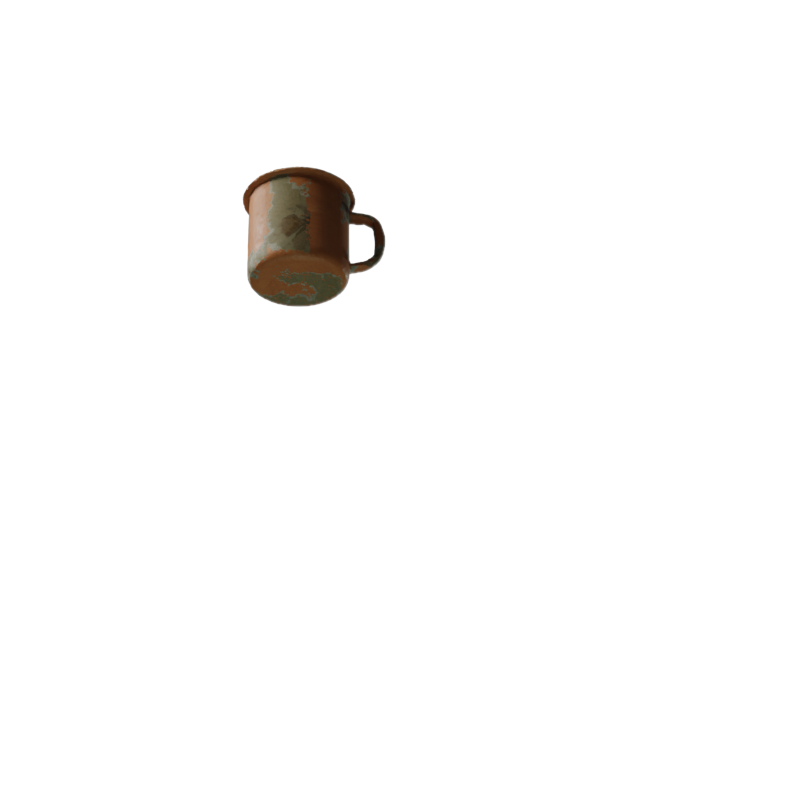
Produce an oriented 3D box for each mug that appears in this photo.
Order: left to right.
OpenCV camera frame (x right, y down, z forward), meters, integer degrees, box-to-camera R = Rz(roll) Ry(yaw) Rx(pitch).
[{"bbox_3d":[-0.070,-0.128,0.899,0.116,0.087,0.088,3,-30,-8],"label":"mug"}]
